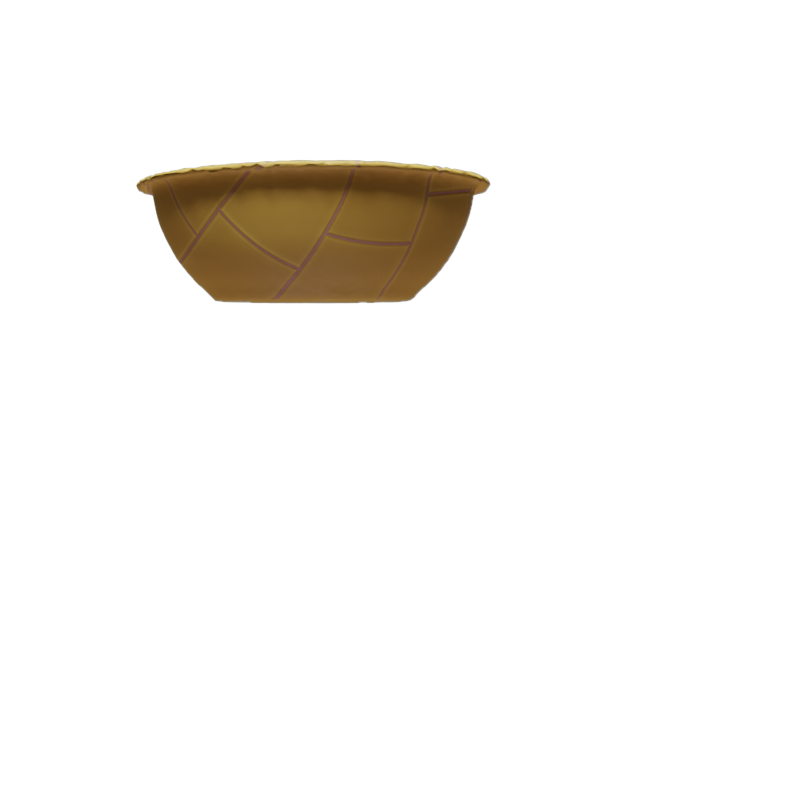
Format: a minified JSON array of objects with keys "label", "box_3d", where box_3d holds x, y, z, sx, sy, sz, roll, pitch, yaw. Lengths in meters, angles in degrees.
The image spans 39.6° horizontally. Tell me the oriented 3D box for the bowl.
[{"label":"bowl","box_3d":[-0.040,-0.073,0.510,0.162,0.055,0.162,0,3,-2]}]
